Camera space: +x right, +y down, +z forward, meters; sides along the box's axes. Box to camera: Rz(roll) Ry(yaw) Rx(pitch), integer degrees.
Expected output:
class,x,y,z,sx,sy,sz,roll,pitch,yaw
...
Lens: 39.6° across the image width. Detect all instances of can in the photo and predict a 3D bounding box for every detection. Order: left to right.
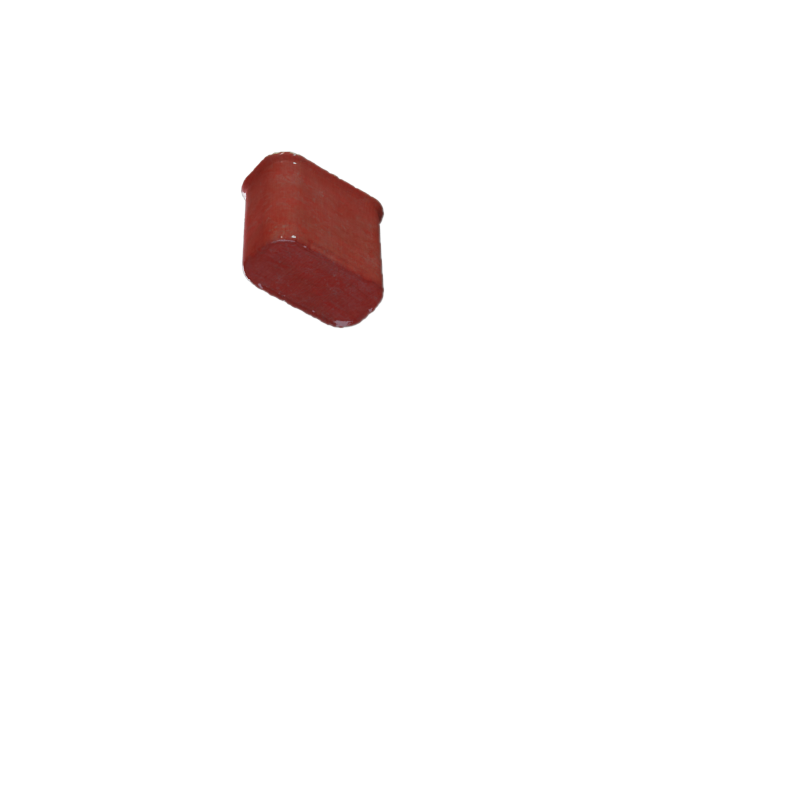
class,x,y,z,sx,sy,sz,roll,pitch,yaw
can,-0.059,-0.108,0.753,0.097,0.090,0.056,27,-50,-28
